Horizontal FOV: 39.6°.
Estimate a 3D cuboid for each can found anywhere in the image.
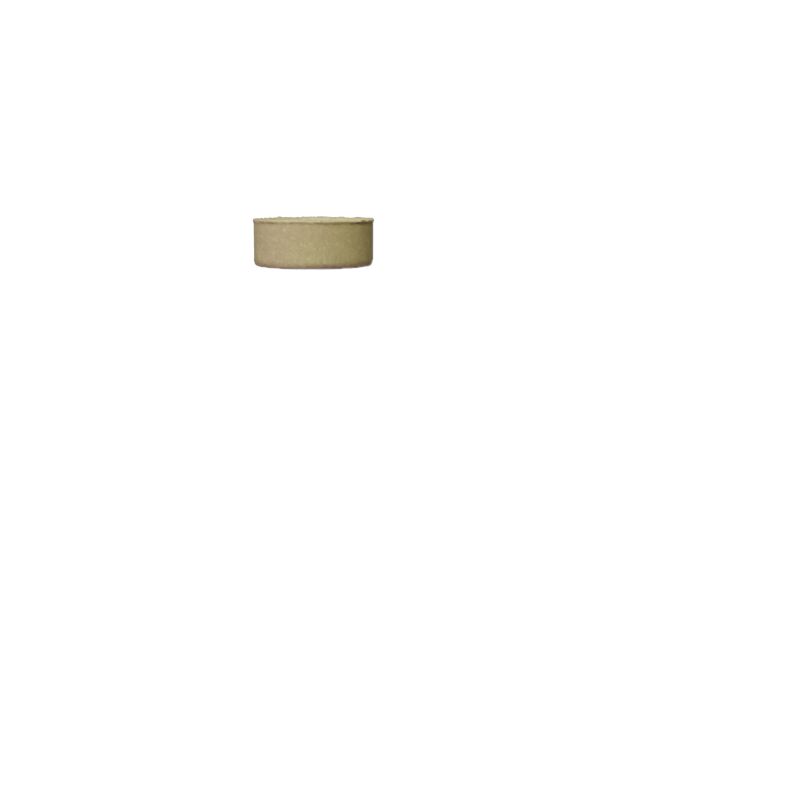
[{"bbox_3d":[-0.061,-0.112,0.782,0.086,0.033,0.087,0,10,-2],"label":"can"}]
